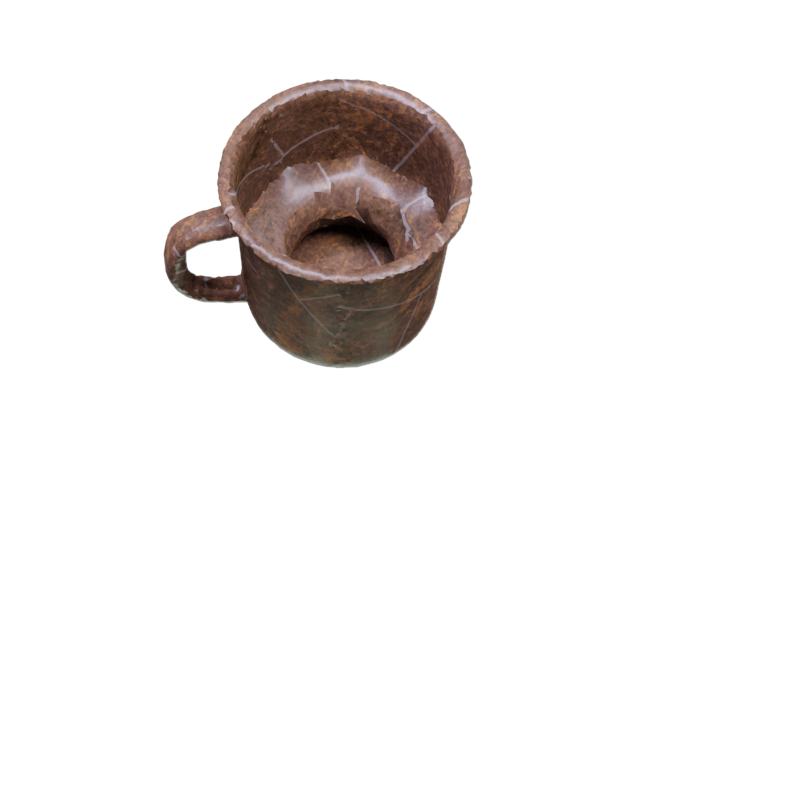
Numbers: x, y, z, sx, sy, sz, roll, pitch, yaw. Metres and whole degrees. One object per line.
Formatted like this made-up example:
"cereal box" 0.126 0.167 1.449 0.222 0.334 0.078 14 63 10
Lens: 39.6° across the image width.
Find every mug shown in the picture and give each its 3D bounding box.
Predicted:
"mug" -0.034 -0.062 0.435 0.116 0.100 0.077 -15 -28 -10
